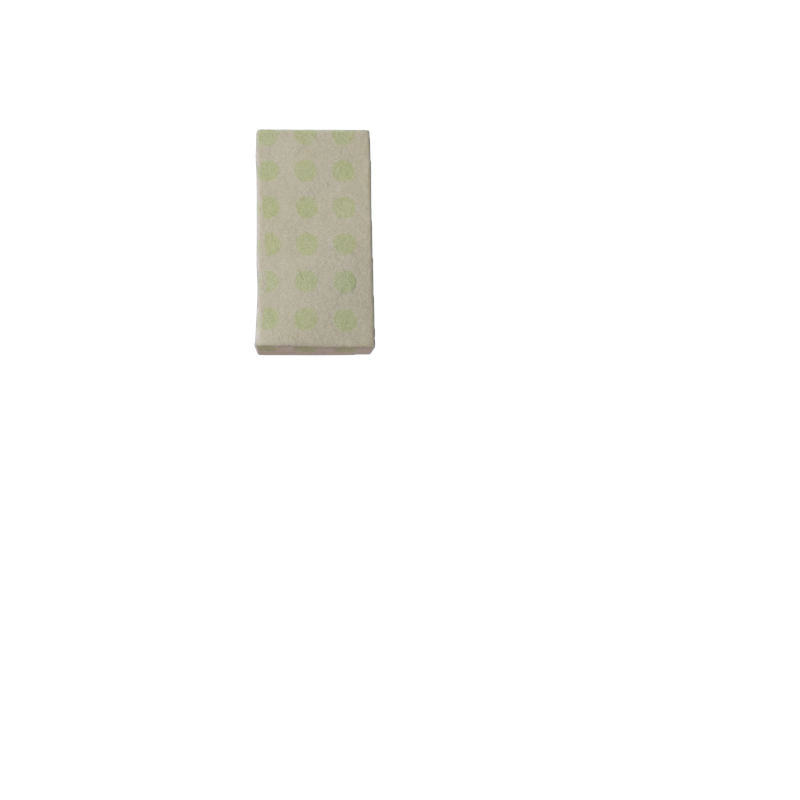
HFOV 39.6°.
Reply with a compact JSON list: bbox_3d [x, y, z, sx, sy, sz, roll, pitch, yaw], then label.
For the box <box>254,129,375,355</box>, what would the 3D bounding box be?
[{"bbox_3d":[-0.069,-0.125,0.879,0.093,0.183,0.046,0,-15,-4],"label":"box"}]
